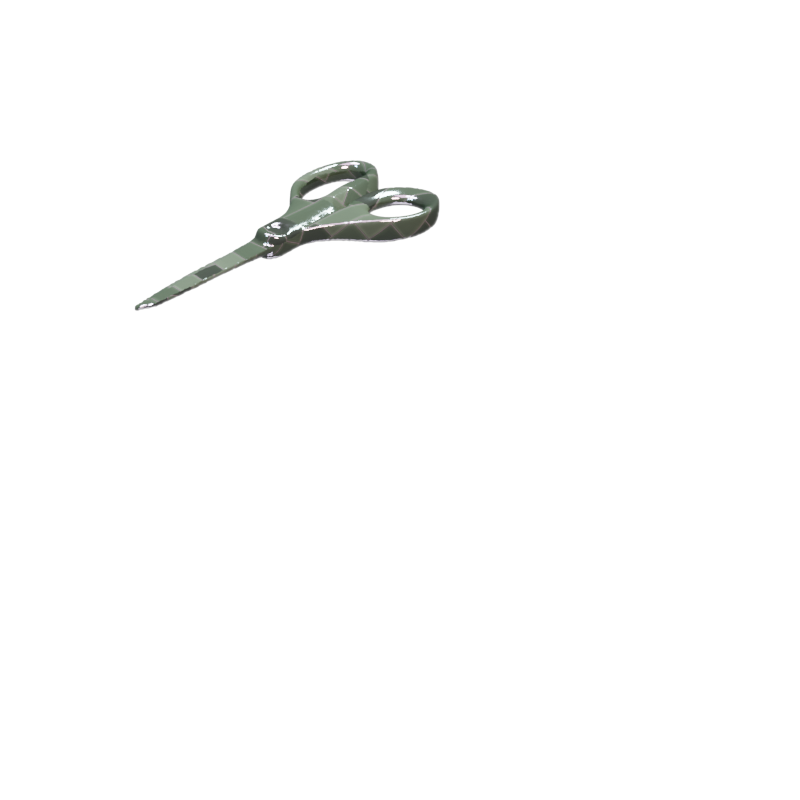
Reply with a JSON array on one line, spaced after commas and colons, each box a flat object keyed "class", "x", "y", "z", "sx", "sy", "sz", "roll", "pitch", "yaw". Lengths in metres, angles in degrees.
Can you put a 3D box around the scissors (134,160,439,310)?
[{"class": "scissors", "x": -0.046, "y": -0.084, "z": 0.590, "sx": 0.099, "sy": 0.015, "sz": 0.207, "roll": 12, "pitch": 35, "yaw": 18}]
